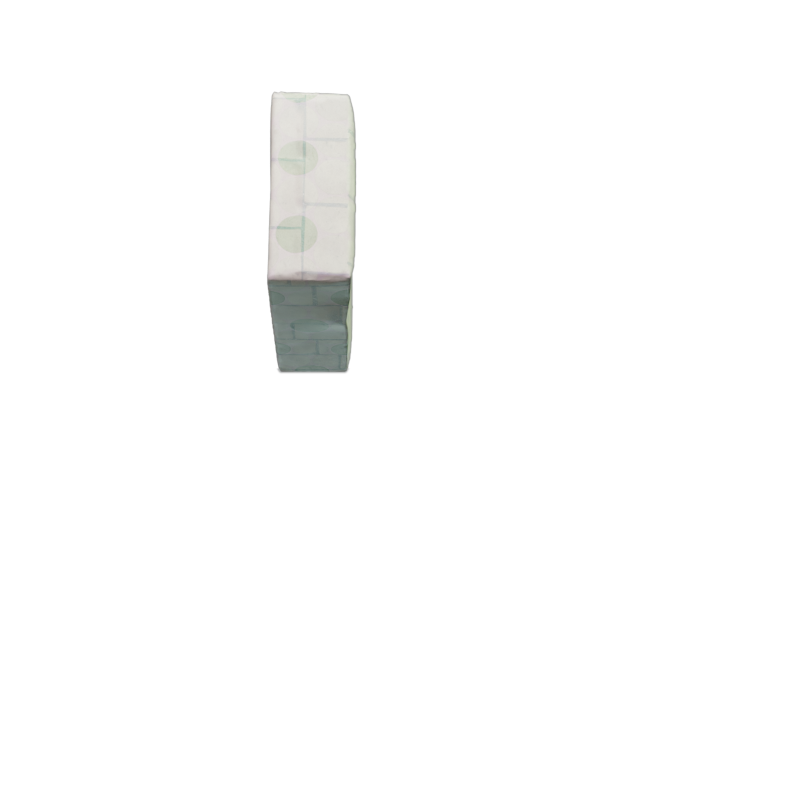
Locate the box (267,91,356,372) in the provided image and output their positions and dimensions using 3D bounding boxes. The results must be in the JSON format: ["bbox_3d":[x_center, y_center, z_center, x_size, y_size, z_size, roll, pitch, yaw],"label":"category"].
[{"bbox_3d":[-0.073,-0.133,0.934,0.072,0.173,0.204,0,-21,-4],"label":"box"}]
